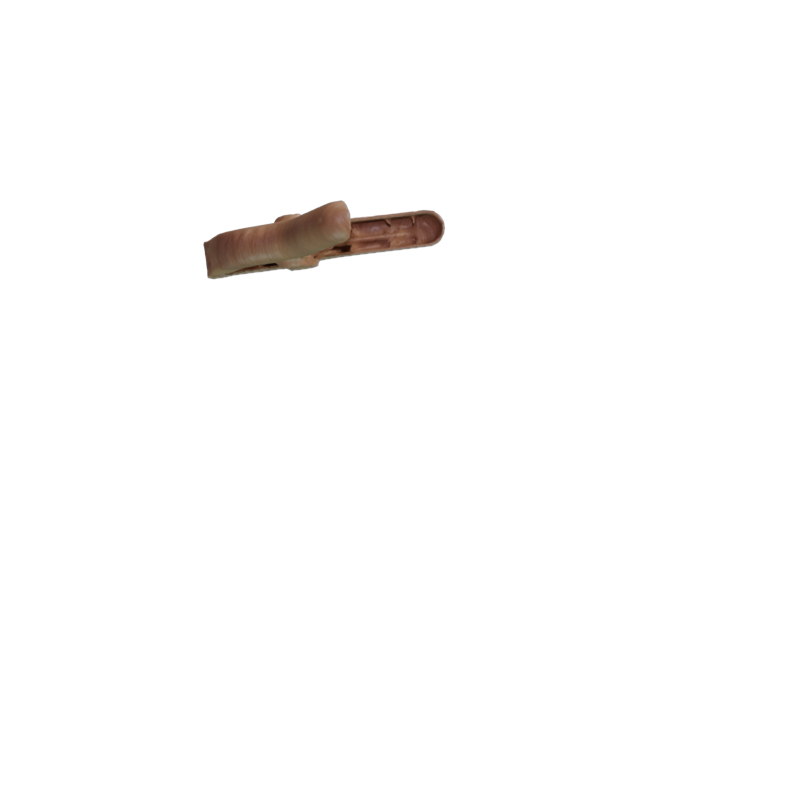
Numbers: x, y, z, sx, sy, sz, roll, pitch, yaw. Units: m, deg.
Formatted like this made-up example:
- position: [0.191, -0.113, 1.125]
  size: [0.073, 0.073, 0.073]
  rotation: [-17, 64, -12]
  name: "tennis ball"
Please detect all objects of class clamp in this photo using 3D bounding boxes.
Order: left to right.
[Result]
- position: [-0.059, -0.107, 0.750]
  size: [0.177, 0.040, 0.115]
  rotation: [-2, -3, 45]
  name: "clamp"
